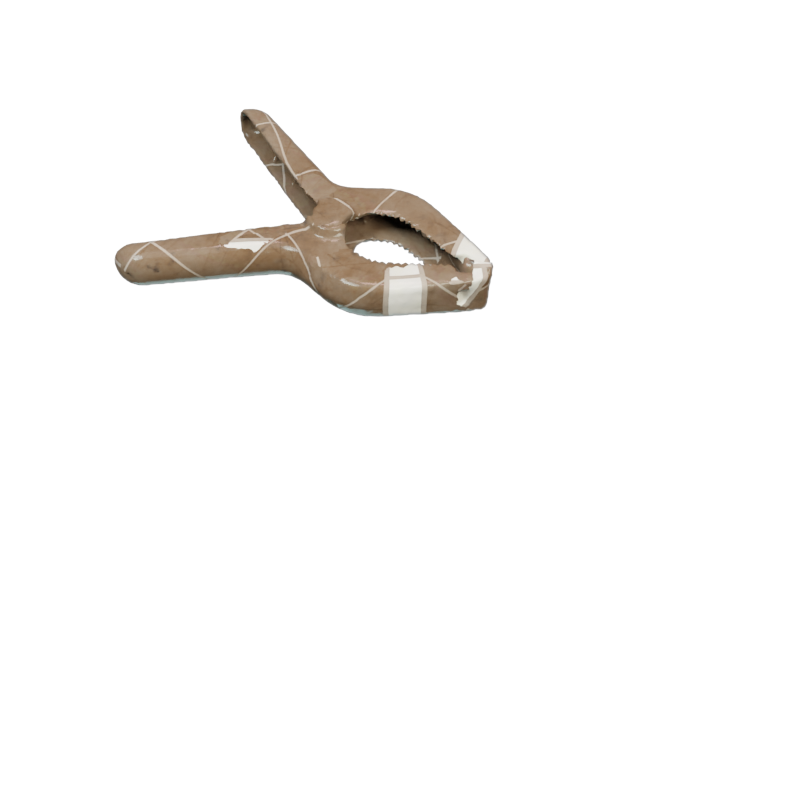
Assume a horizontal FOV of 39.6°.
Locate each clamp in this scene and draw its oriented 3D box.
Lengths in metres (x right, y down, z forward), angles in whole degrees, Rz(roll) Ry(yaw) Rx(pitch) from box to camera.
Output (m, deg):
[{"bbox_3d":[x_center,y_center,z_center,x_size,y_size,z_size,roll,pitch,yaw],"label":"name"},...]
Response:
[{"bbox_3d":[-0.051,-0.094,0.657,0.220,0.034,0.169,25,53,20],"label":"clamp"}]
